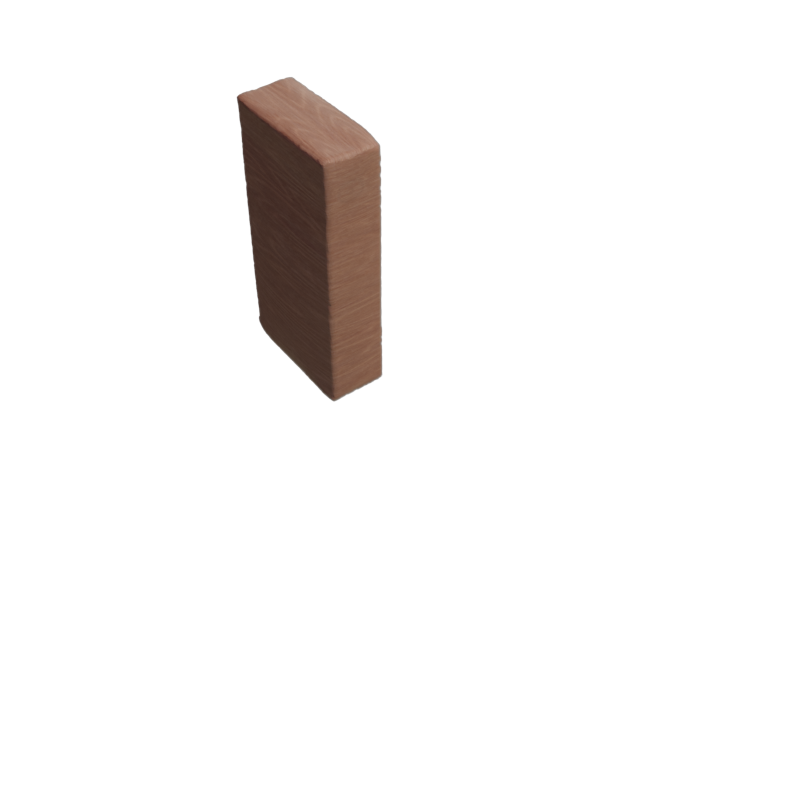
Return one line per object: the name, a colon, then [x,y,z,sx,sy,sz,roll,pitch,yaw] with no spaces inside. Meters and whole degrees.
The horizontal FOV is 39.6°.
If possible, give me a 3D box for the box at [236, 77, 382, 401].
box: [-0.052,-0.095,0.665,0.048,0.164,0.101,-22,46,-27]
